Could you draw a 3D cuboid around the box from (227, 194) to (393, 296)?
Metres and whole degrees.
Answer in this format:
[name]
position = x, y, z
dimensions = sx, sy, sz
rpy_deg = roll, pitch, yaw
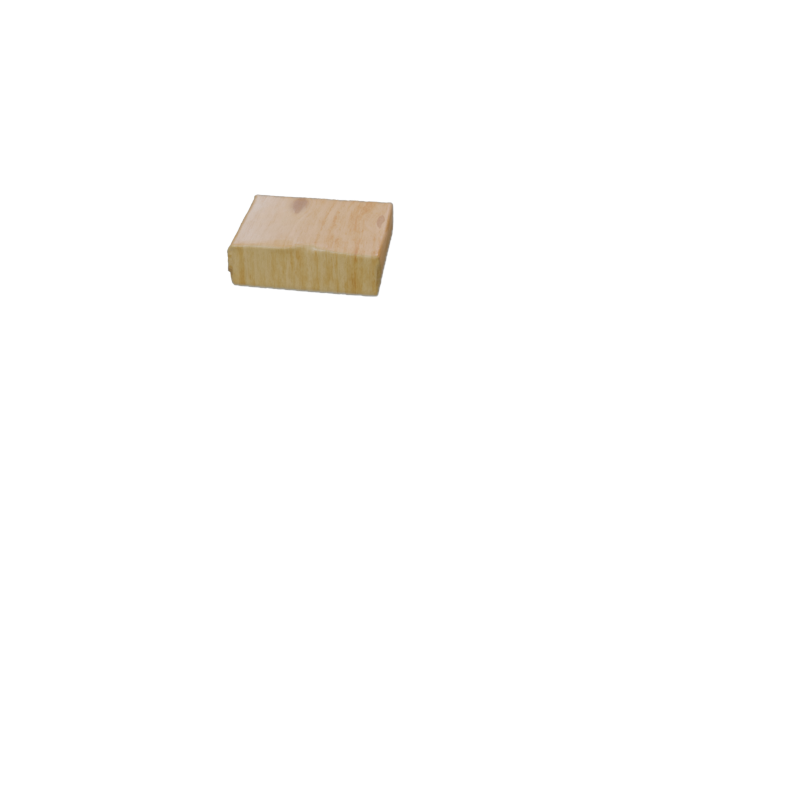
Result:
[box]
position = -0.052, -0.095, 0.662
dimensions = 0.090, 0.028, 0.077
rpy_deg = 5, 33, 7
